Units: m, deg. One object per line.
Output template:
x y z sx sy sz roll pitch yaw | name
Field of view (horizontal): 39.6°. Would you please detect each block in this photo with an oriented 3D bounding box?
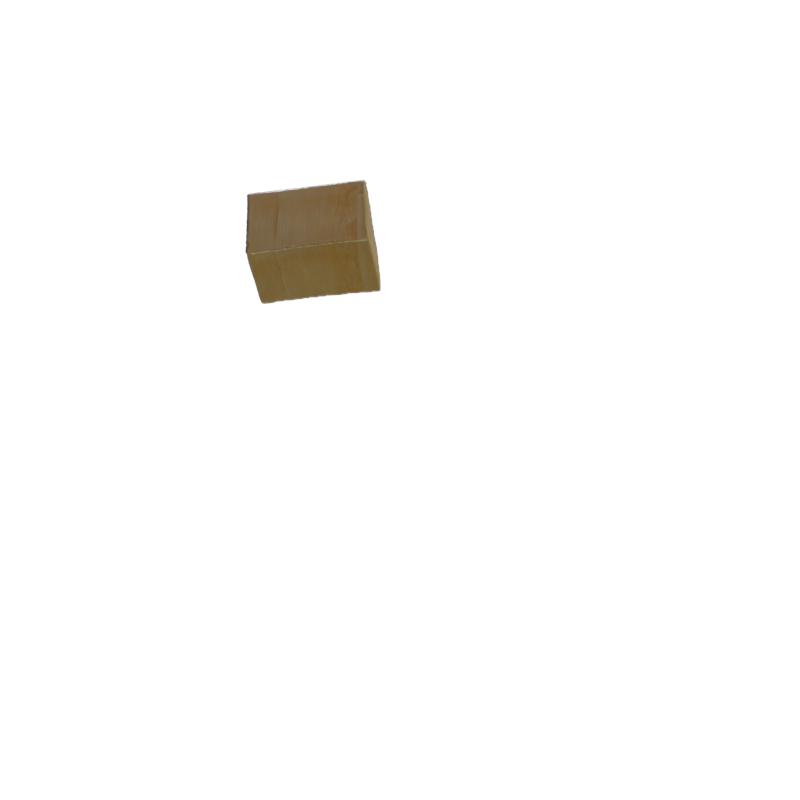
-0.054 -0.099 0.695 0.078 0.055 0.049 -5 -38 5 | block
